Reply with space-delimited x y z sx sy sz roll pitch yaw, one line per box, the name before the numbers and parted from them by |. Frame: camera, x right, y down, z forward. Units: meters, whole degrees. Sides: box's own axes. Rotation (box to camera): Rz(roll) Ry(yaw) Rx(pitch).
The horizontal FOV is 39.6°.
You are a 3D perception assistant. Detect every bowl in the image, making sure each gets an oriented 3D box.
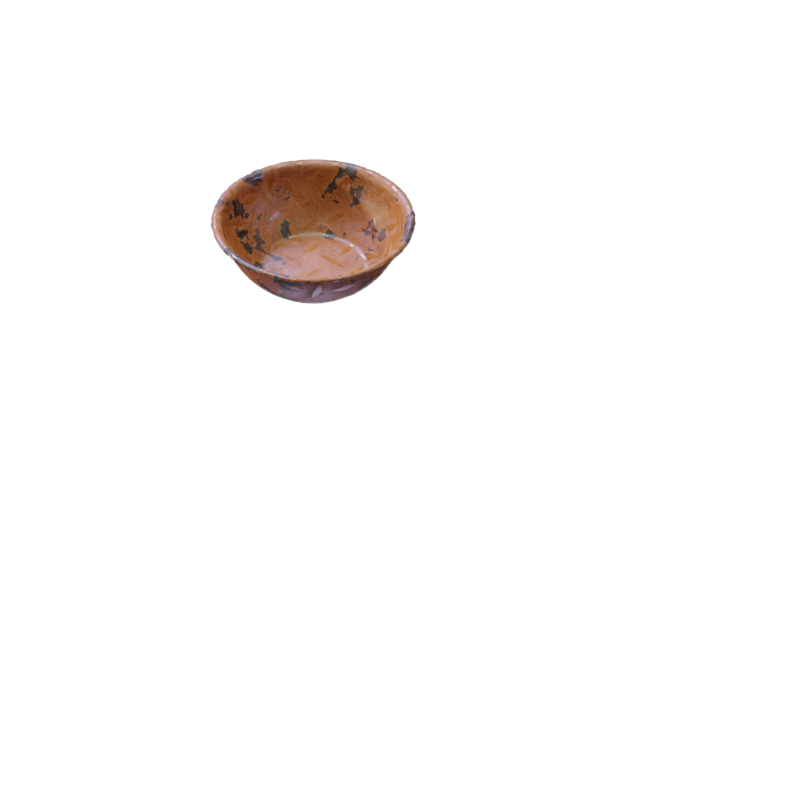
bowl | -0.070 -0.128 0.894 0.162 0.051 0.174 -1 43 -1
